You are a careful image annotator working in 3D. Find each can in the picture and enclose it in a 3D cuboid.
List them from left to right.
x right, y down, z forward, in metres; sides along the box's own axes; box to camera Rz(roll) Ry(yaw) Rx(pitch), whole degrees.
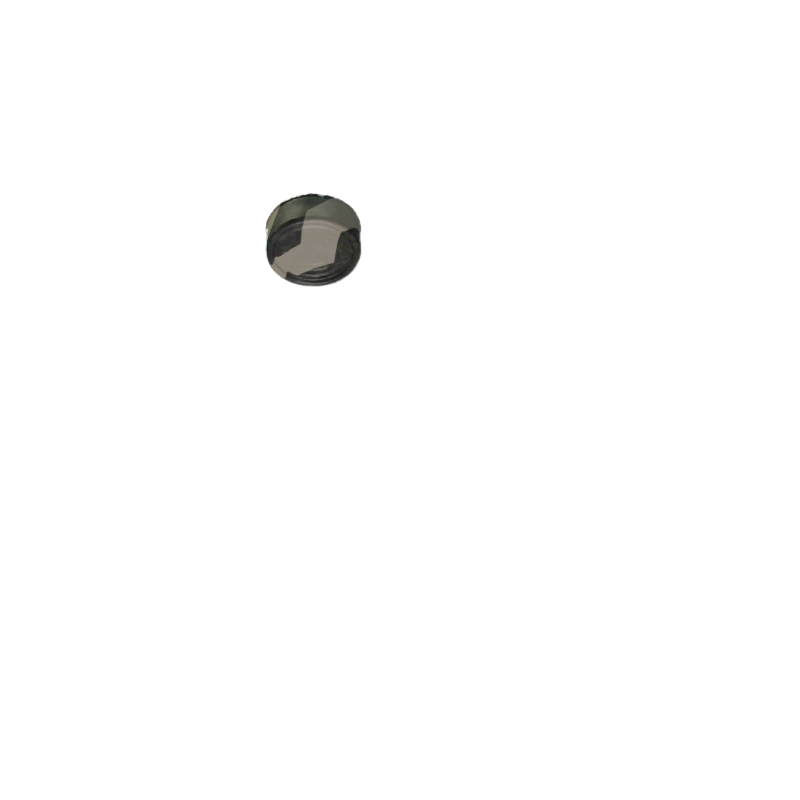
[{"bbox_3d":[-0.077,-0.140,0.983,0.086,0.036,0.080,1,-42,-1],"label":"can"}]
